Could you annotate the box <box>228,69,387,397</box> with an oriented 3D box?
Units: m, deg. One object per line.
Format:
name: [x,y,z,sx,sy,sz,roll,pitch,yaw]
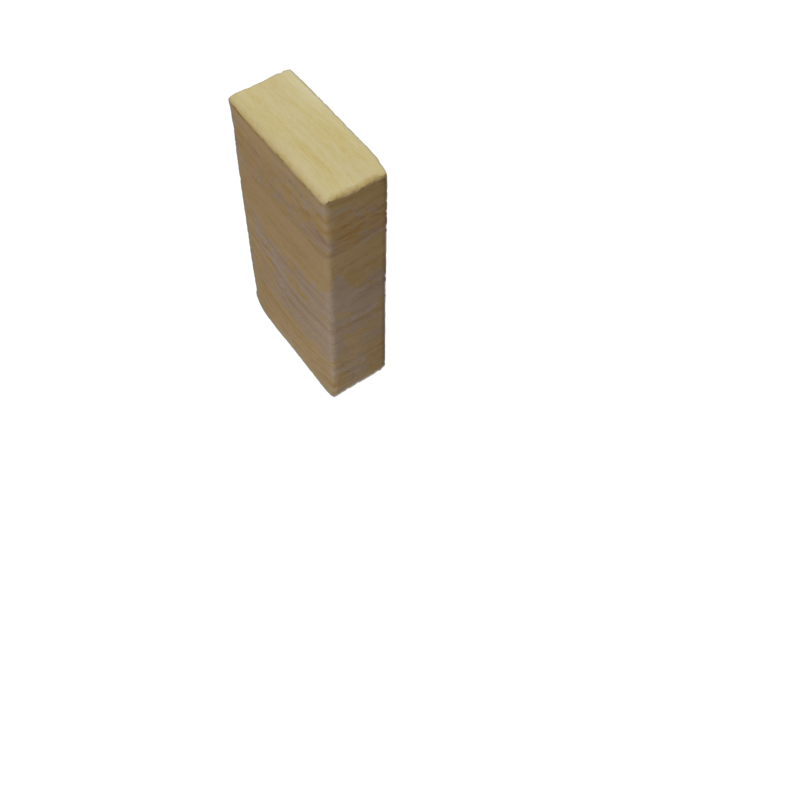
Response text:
box: [-0.048,-0.088,0.619,0.048,0.100,0.165,-27,-29,-21]
